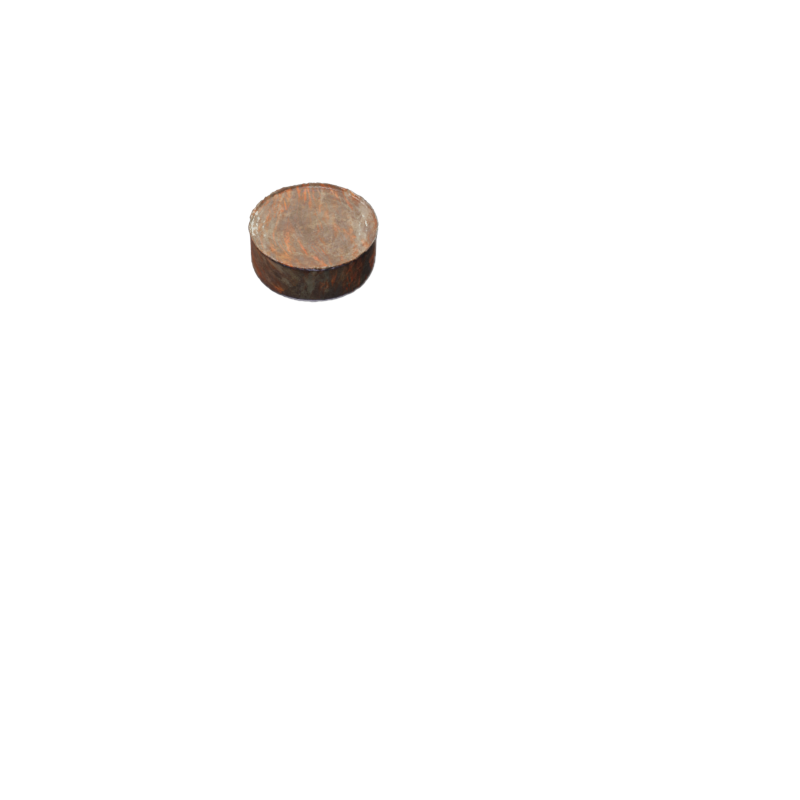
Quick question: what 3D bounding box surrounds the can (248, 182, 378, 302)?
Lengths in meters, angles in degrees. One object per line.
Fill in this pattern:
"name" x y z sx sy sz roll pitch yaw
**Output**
"can" -0.058 -0.106 0.740 0.086 0.092 0.031 -1 -44 -1
